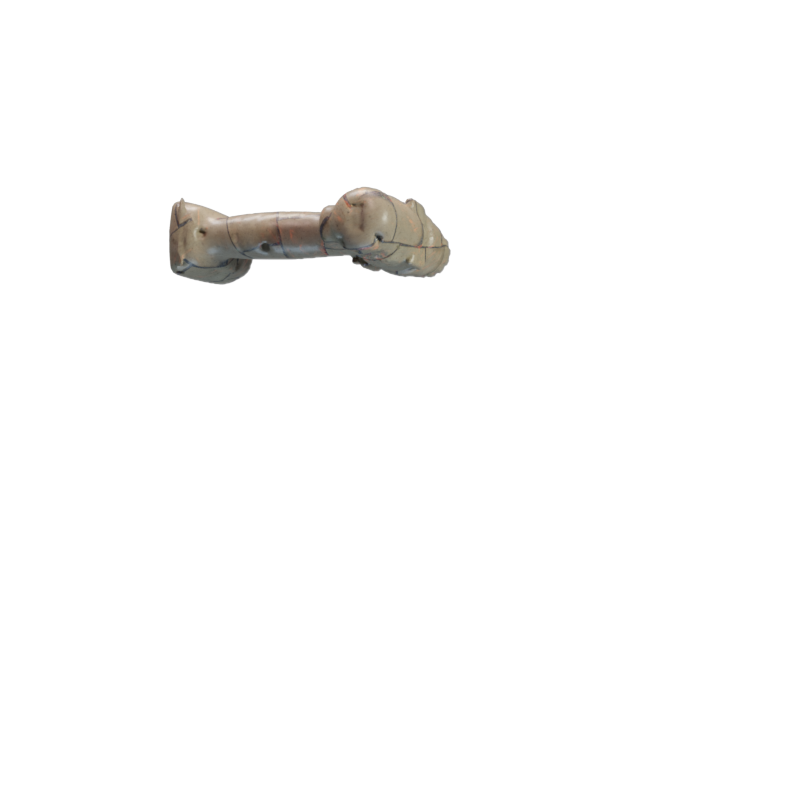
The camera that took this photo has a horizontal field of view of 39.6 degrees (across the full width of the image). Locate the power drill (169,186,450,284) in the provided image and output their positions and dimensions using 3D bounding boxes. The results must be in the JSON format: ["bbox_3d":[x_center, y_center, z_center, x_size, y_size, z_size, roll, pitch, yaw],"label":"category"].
[{"bbox_3d":[-0.066,-0.120,0.842,0.192,0.058,0.177,-1,-4,19],"label":"power drill"}]
